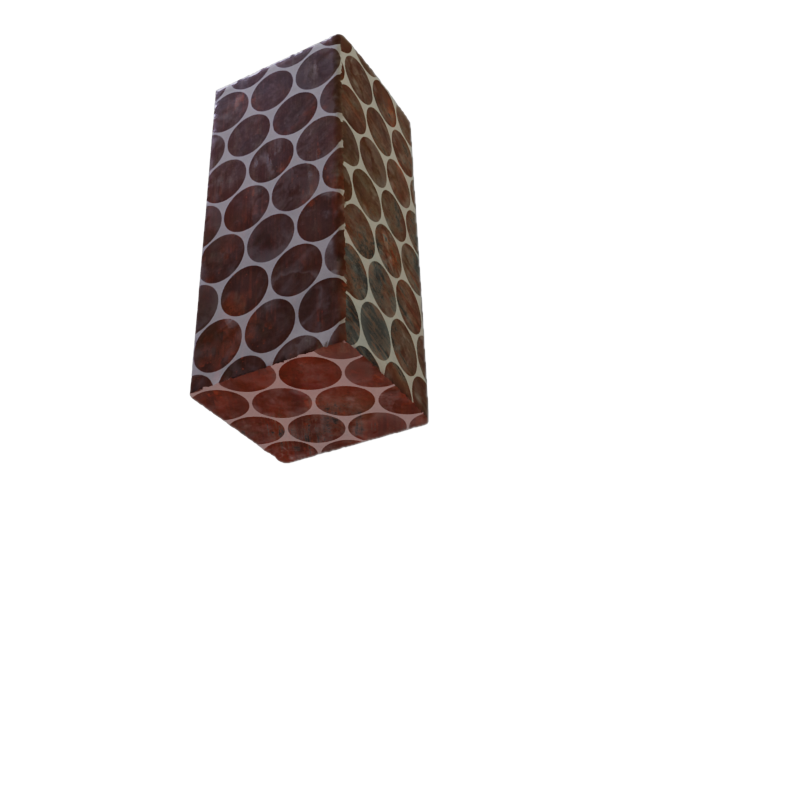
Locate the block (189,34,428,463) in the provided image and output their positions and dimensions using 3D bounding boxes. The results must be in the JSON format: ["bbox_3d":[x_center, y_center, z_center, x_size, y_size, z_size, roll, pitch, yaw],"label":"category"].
[{"bbox_3d":[-0.047,-0.086,0.604,0.091,0.221,0.083,-19,-38,23],"label":"block"}]
